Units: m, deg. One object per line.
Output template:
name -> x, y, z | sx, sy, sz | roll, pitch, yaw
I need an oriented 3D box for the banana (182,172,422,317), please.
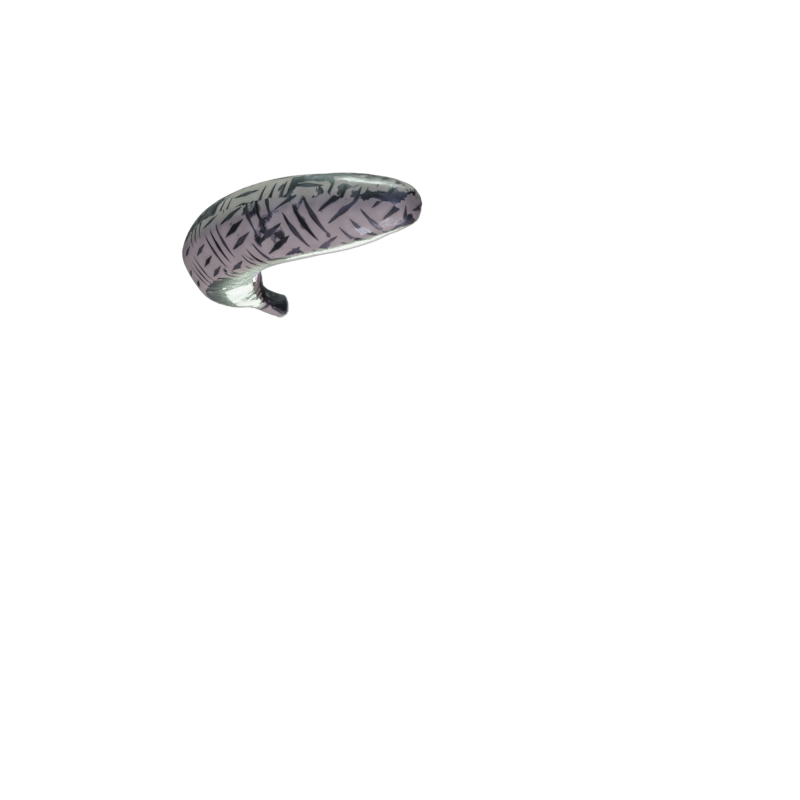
banana -> -0.057, -0.071, 0.494 | 0.068, 0.038, 0.198 | 2, -6, -21
